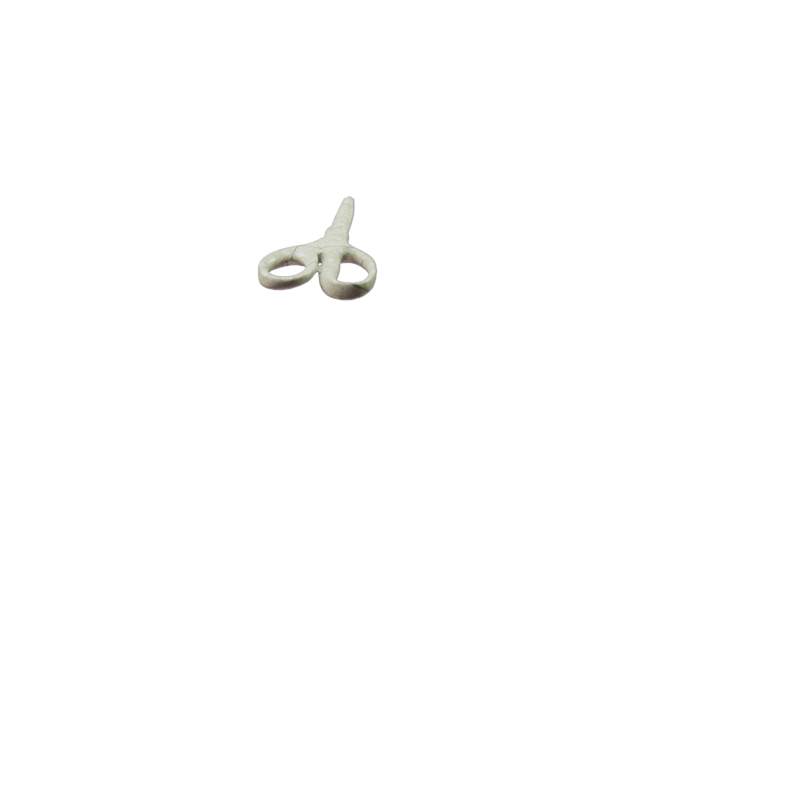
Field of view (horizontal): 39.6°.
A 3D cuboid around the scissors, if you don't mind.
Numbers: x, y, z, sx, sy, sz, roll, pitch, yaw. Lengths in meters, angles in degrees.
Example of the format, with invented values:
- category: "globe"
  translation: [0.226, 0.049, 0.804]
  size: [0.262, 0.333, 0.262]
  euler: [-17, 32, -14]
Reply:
- category: "scissors"
  translation: [-0.068, -0.124, 0.871]
  size: [0.095, 0.015, 0.215]
  euler: [-5, 28, -9]
